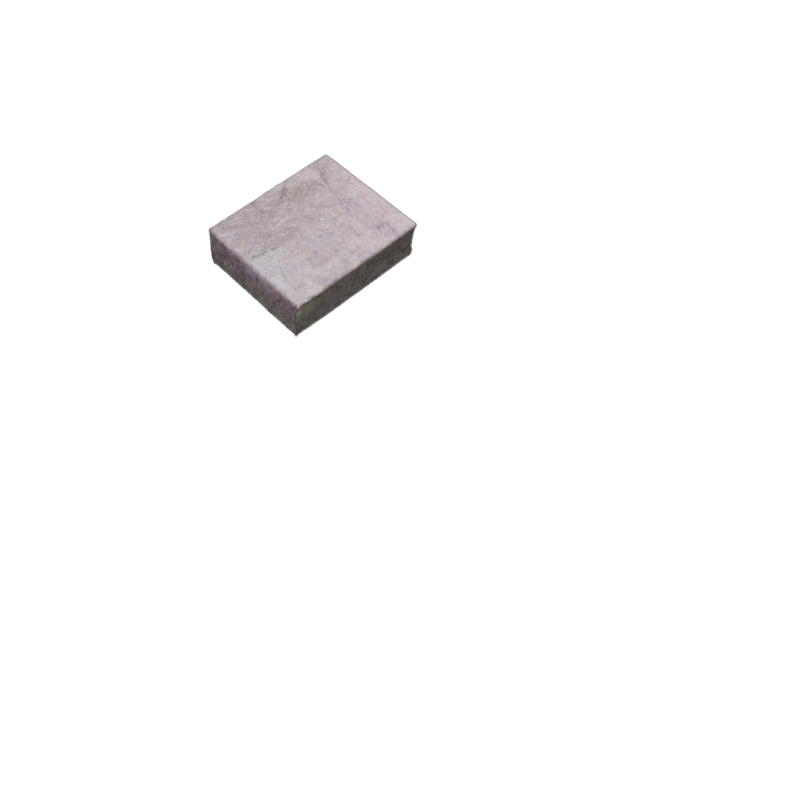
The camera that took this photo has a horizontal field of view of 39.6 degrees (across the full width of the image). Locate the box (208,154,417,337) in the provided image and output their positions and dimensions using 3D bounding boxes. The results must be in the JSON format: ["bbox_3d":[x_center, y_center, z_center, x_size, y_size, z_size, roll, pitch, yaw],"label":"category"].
[{"bbox_3d":[-0.059,-0.108,0.754,0.095,0.036,0.114,39,62,25],"label":"box"}]
